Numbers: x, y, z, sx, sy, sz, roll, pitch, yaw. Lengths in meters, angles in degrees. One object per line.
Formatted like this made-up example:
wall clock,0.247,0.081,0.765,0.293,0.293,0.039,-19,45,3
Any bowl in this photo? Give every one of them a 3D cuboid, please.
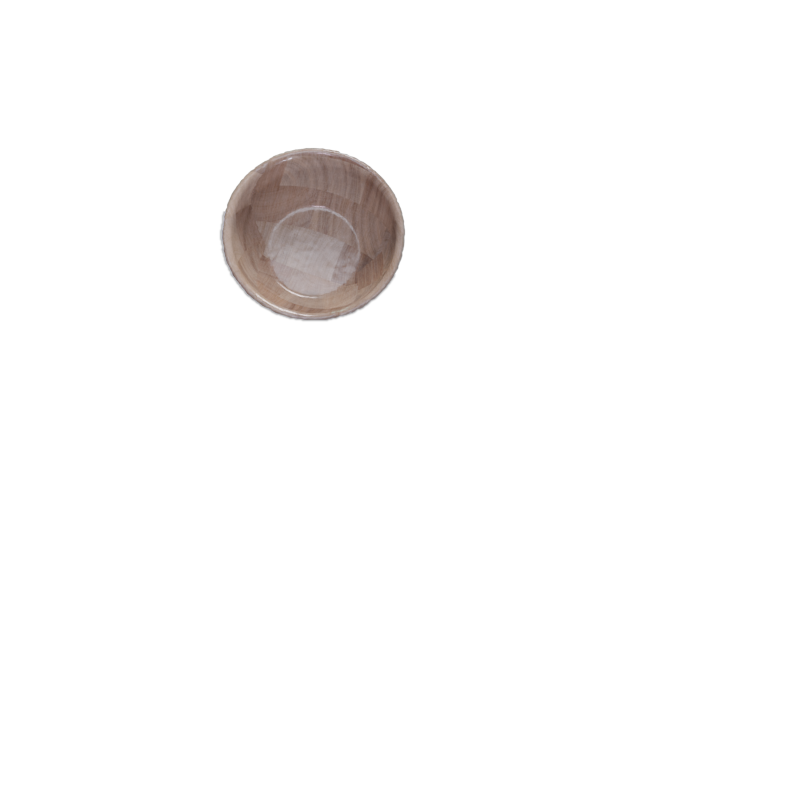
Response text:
bowl,-0.078,-0.142,0.996,0.162,0.169,0.053,-1,-18,-1
